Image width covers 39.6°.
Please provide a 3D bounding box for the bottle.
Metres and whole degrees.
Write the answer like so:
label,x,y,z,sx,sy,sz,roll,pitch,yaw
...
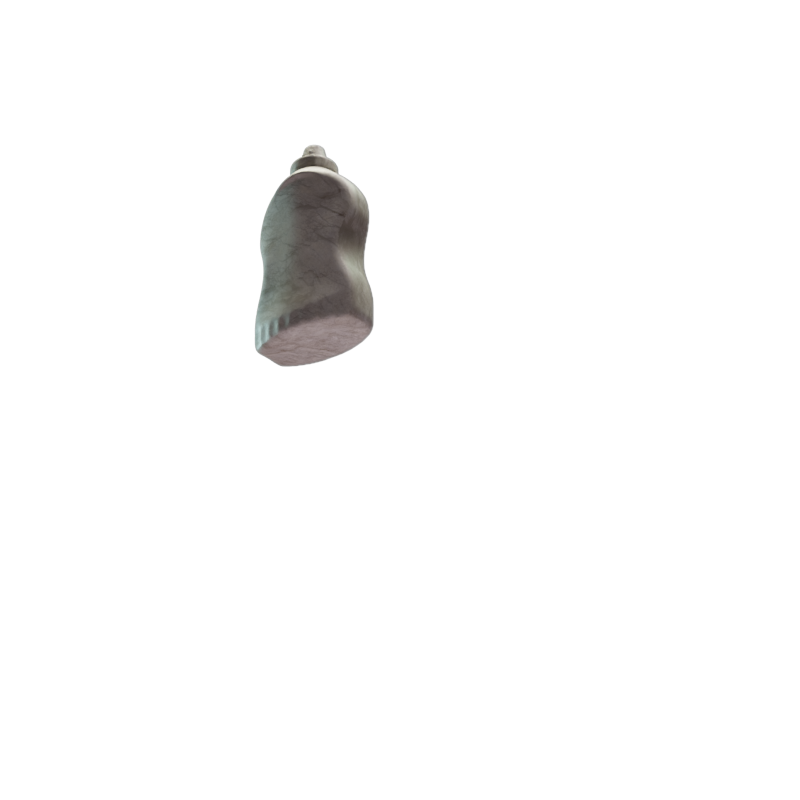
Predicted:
label,x,y,z,sx,sy,sz,roll,pitch,yaw
bottle,-0.070,-0.127,0.892,0.096,0.205,0.054,-23,-38,30
